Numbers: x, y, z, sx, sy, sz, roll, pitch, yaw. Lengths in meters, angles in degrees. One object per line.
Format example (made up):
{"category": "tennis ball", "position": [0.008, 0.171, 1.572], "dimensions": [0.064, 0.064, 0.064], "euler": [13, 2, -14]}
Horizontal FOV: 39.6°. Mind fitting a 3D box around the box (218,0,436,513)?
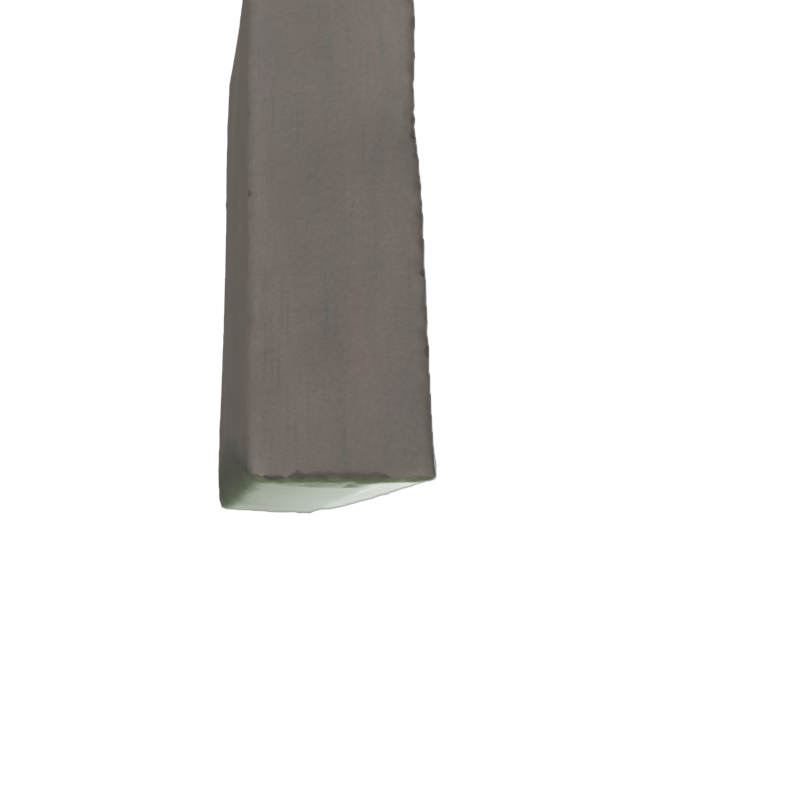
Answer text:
{"category": "box", "position": [-0.036, -0.066, 0.465], "dimensions": [0.071, 0.222, 0.160], "euler": [2, -14, -11]}
